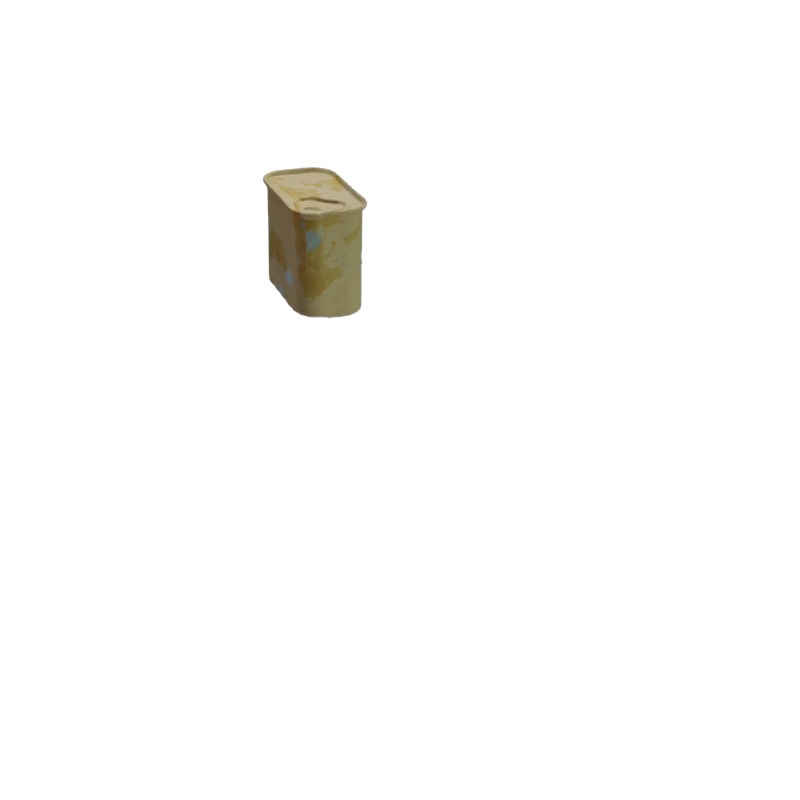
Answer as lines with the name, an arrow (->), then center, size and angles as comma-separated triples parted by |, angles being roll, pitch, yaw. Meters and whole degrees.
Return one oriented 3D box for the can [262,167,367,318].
can -> -0.064, -0.118, 0.824 | 0.056, 0.080, 0.109 | -8, 27, -19
